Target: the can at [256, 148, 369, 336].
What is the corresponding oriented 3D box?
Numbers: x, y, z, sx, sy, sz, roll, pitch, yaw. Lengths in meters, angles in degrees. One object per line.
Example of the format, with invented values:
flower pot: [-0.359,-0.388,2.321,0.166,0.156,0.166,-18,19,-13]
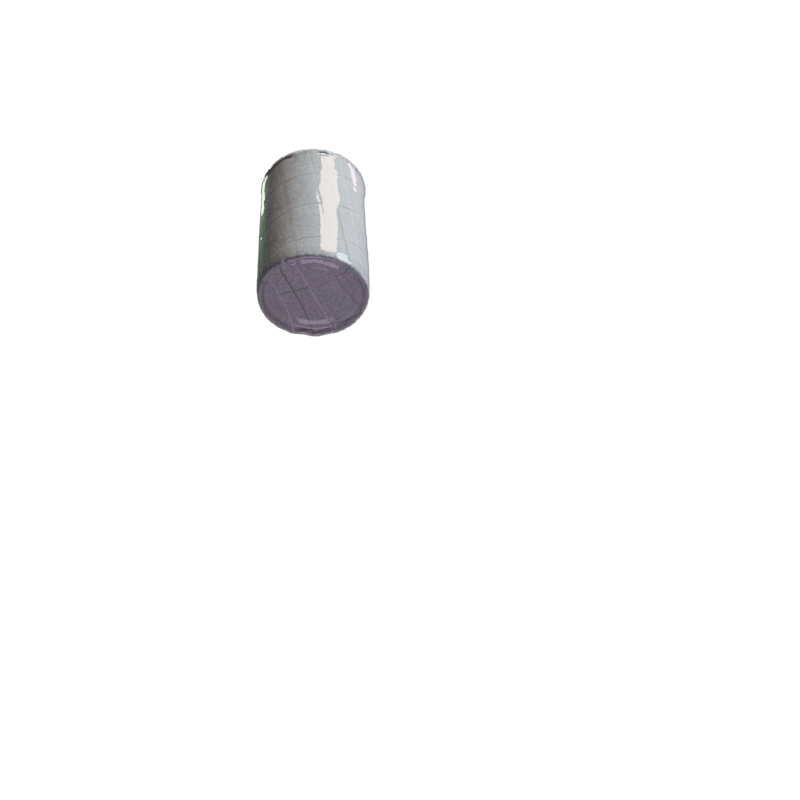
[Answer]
can: [-0.053,-0.097,0.681,0.068,0.064,0.110,-1,45,-3]
